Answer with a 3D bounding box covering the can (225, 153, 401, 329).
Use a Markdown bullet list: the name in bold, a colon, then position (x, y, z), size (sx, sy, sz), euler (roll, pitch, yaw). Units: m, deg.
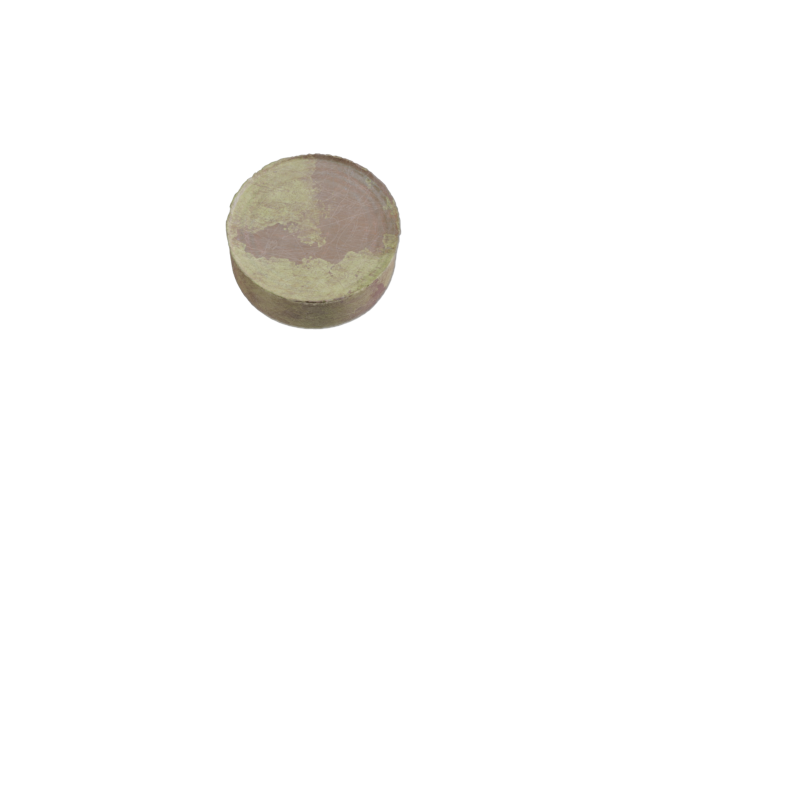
- **can**: position (-0.043, -0.079, 0.555), size (0.086, 0.091, 0.032), euler (-1, -28, -1)
